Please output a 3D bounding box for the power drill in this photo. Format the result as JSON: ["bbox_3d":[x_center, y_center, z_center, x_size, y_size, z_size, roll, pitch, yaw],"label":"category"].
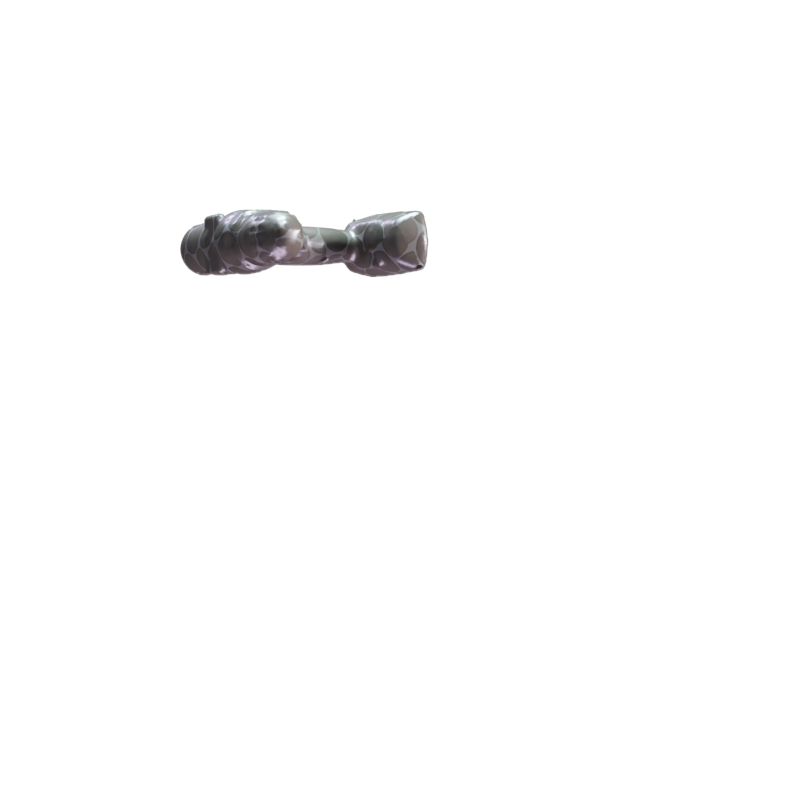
[{"bbox_3d":[-0.073,-0.134,0.938,0.181,0.057,0.191,-3,5,-30],"label":"power drill"}]
